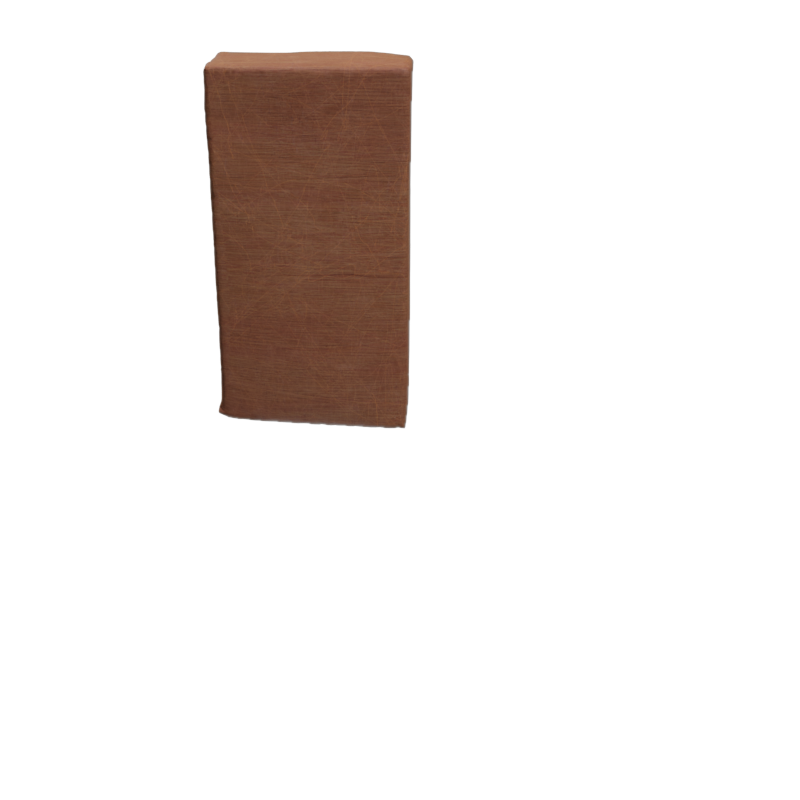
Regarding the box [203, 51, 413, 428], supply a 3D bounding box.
[{"bbox_3d":[-0.041,-0.075,0.525,0.094,0.169,0.050,3,19,5],"label":"box"}]
